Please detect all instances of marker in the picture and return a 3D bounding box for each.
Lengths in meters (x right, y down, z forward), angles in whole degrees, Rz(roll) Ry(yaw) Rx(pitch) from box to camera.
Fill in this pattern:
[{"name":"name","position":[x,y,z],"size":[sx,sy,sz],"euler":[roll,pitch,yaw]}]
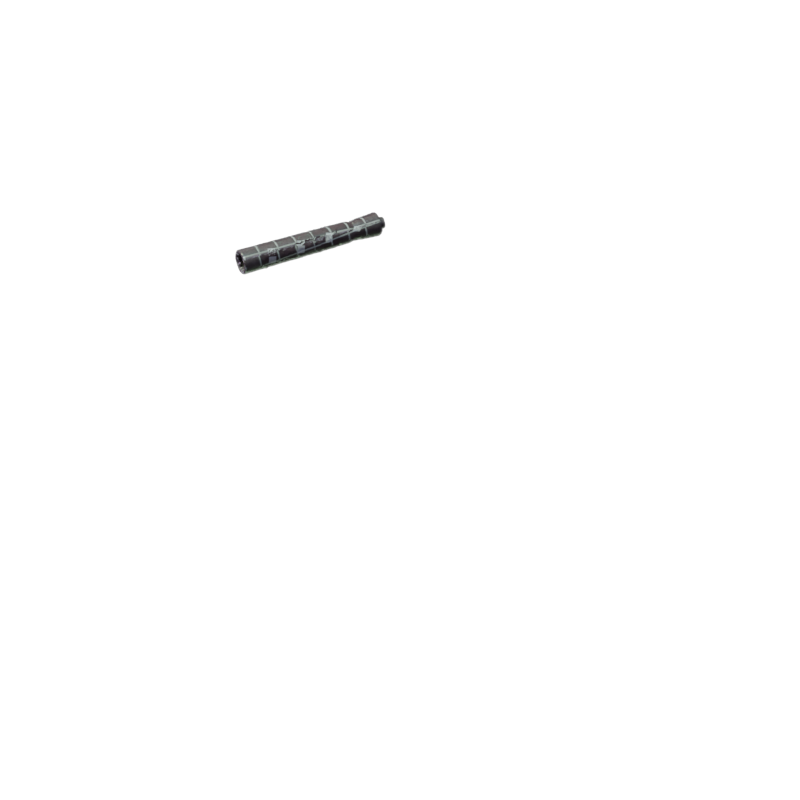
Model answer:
[{"name":"marker","position":[-0.066,-0.120,0.837],"size":[0.119,0.019,0.020],"euler":[-19,12,-22]}]
